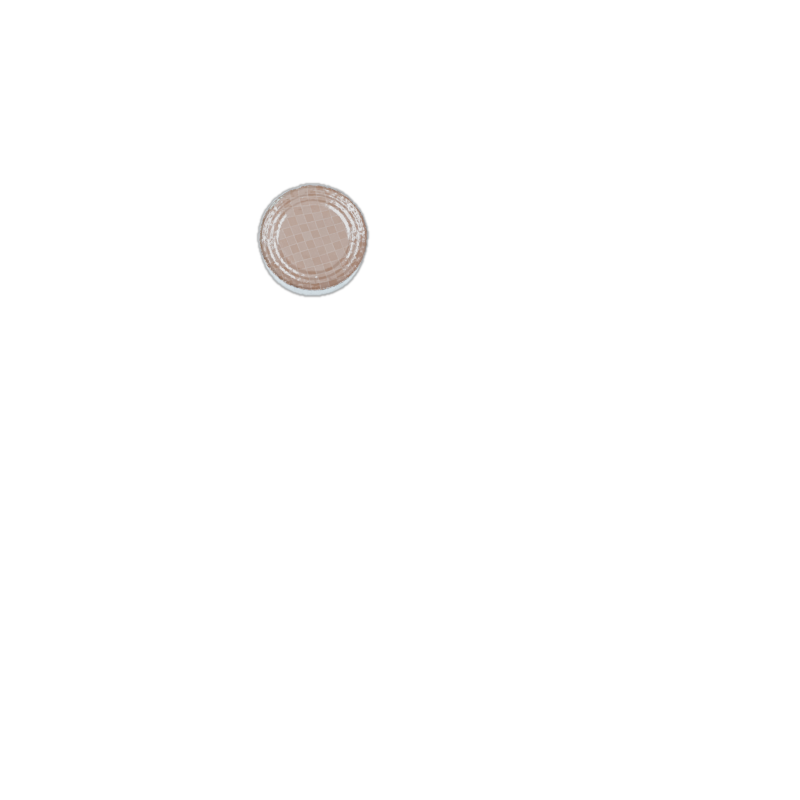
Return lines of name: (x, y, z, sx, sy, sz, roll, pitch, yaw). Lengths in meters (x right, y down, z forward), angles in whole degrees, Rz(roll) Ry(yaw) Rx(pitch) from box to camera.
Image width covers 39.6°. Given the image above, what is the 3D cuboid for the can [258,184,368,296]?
can: (-0.069, -0.126, 0.883, 0.086, 0.089, 0.033, 0, -13, -1)
